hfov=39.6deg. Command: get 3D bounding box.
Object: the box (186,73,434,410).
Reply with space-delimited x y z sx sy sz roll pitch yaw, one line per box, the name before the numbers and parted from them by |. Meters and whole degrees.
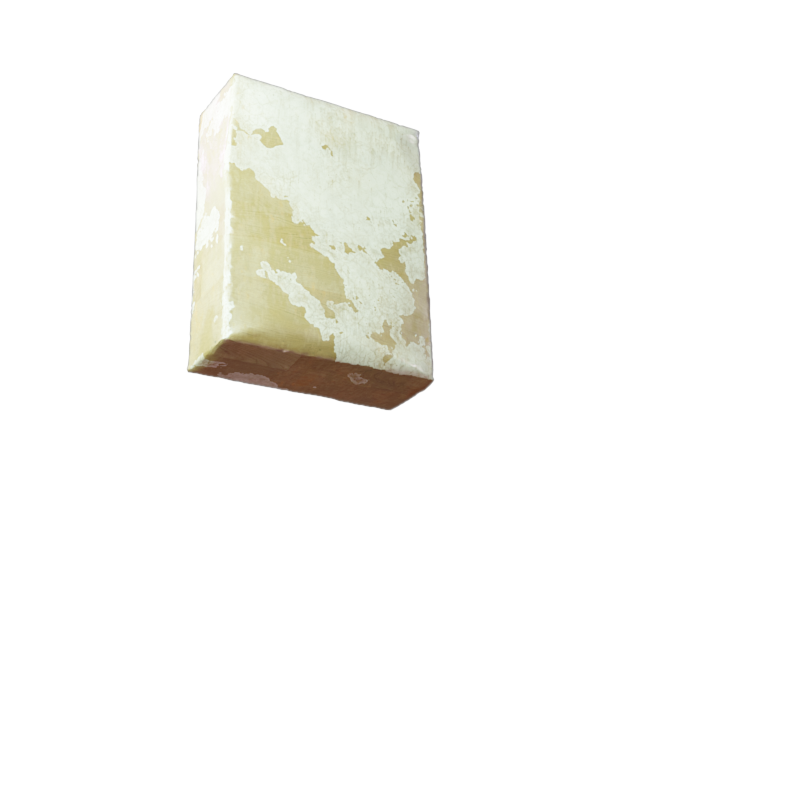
box | -0.063 -0.114 0.799 0.157 0.227 0.071 12 -30 -26
